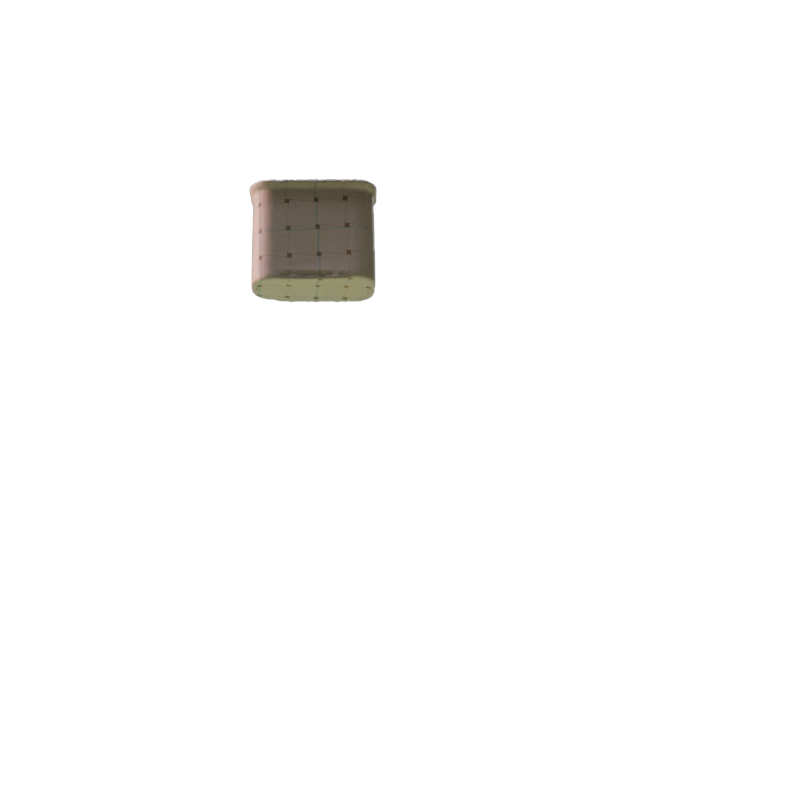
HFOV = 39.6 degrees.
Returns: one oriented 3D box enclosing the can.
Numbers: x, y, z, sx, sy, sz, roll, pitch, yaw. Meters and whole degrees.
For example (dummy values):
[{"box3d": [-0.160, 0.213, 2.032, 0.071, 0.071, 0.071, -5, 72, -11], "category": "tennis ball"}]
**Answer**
[{"box3d": [-0.069, -0.125, 0.878, 0.102, 0.088, 0.055, -1, -20, 0], "category": "can"}]
